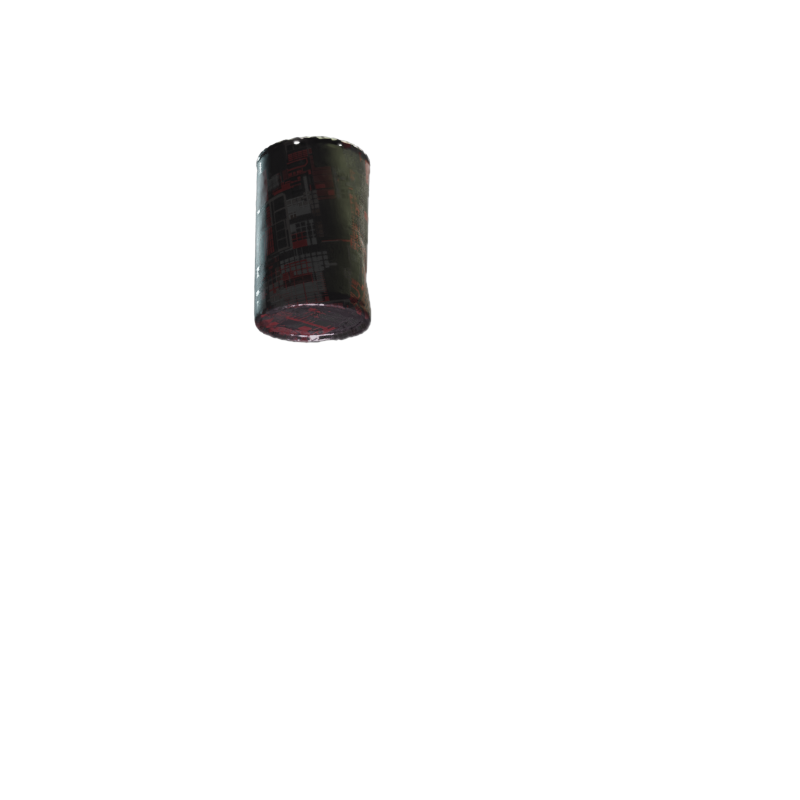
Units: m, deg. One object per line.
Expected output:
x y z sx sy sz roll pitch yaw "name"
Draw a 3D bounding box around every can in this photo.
-0.050 -0.091 0.639 0.068 0.107 0.065 0 -21 -2 "can"
